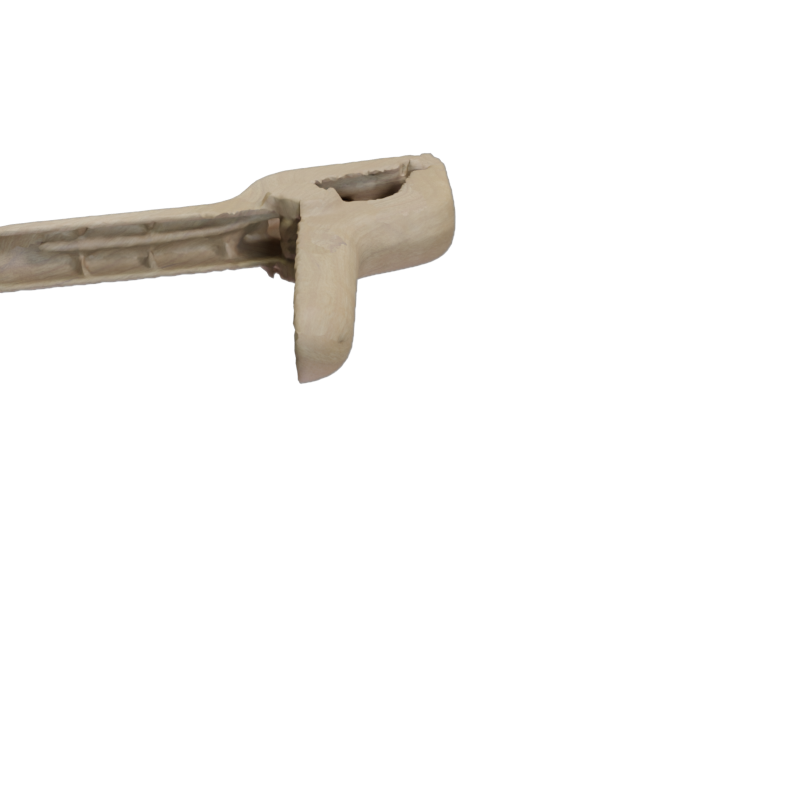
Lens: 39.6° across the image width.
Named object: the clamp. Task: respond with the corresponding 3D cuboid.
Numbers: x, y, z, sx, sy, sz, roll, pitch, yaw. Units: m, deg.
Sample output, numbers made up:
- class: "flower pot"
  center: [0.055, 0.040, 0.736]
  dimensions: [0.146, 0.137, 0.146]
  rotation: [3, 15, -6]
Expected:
- class: "clamp"
  center: [-0.034, -0.062, 0.433]
  dimensions: [0.174, 0.035, 0.208]
  rotation: [20, 31, 37]
